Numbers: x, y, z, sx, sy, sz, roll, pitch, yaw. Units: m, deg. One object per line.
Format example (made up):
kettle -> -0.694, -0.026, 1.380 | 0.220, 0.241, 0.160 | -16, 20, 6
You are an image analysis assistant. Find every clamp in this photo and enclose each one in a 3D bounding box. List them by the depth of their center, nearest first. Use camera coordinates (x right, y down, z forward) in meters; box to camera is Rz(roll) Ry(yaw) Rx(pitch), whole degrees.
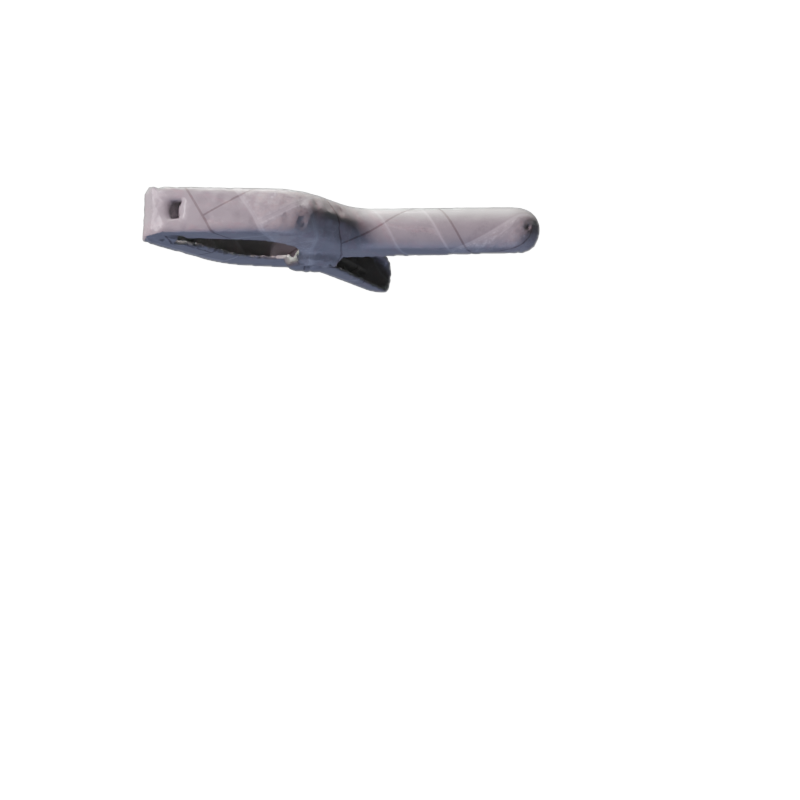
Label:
clamp -> -0.050, -0.092, 0.643 | 0.203, 0.037, 0.166 | 3, -7, -23
